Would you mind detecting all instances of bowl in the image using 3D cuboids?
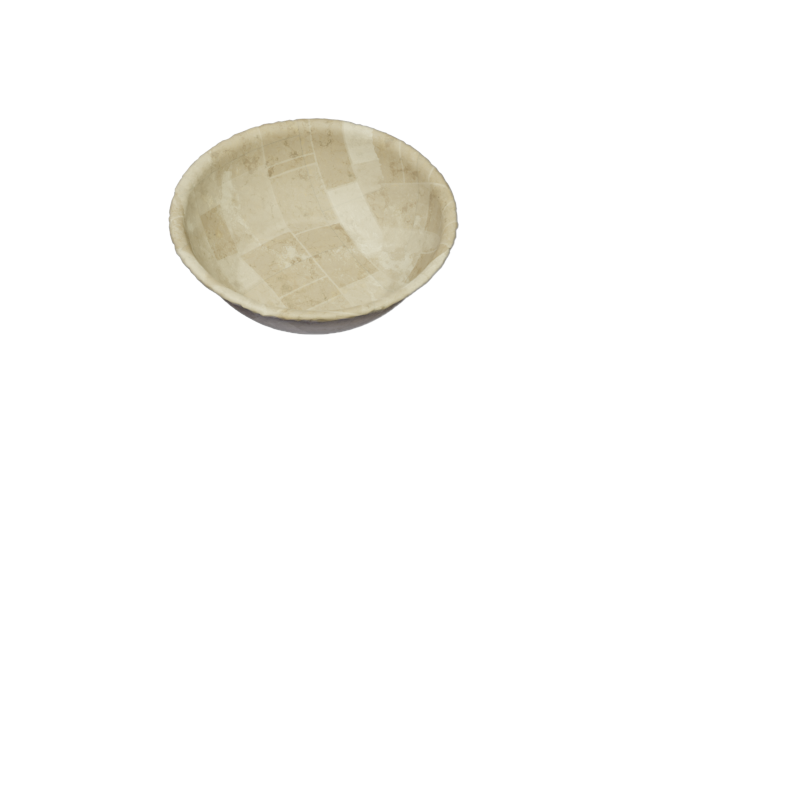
[{"bbox_3d":[-0.050,-0.091,0.639,0.162,0.174,0.051,-1,-41,-1],"label":"bowl"}]
